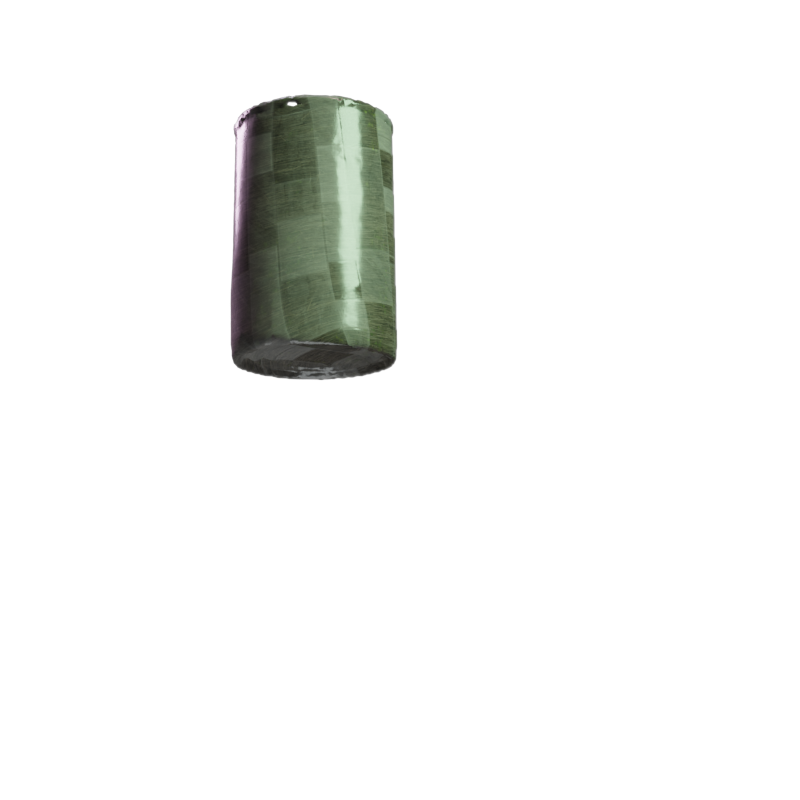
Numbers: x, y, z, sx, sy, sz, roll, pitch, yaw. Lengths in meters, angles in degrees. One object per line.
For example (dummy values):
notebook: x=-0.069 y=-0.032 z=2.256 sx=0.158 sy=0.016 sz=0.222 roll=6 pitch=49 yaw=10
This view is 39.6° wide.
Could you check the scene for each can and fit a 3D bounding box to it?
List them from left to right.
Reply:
can: x=-0.036 y=-0.065 z=0.456 sx=0.068 sy=0.107 sz=0.066 roll=0 pitch=-16 yaw=-2
